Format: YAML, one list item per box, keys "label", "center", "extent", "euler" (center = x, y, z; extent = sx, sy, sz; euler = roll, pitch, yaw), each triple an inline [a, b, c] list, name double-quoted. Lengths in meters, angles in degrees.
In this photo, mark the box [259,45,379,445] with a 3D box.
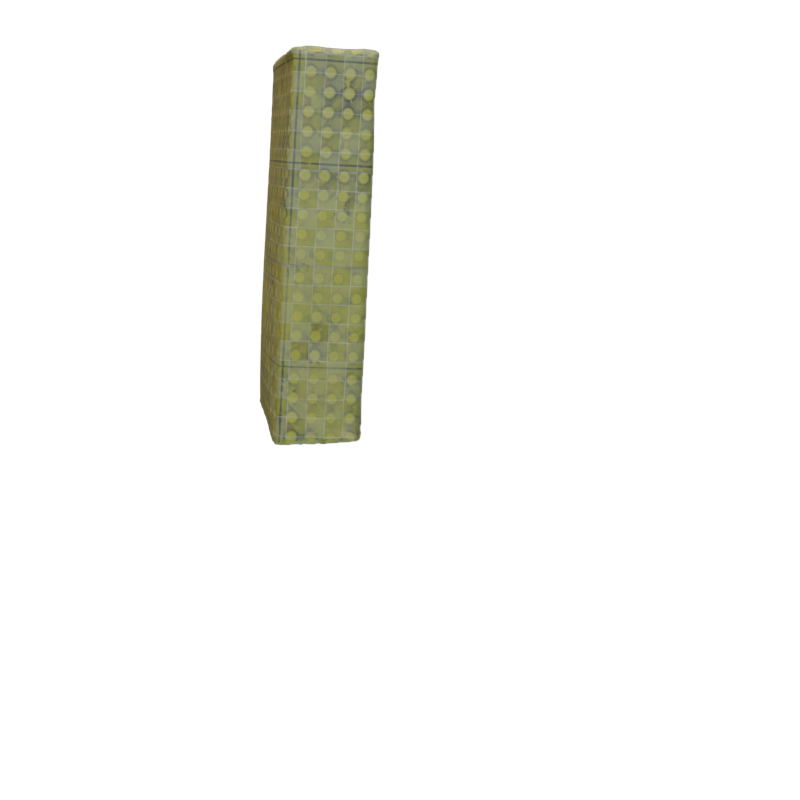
- label: "box"
  center: [-0.042, -0.075, 0.528]
  extent: [0.047, 0.174, 0.096]
  euler: [-1, 5, -11]
